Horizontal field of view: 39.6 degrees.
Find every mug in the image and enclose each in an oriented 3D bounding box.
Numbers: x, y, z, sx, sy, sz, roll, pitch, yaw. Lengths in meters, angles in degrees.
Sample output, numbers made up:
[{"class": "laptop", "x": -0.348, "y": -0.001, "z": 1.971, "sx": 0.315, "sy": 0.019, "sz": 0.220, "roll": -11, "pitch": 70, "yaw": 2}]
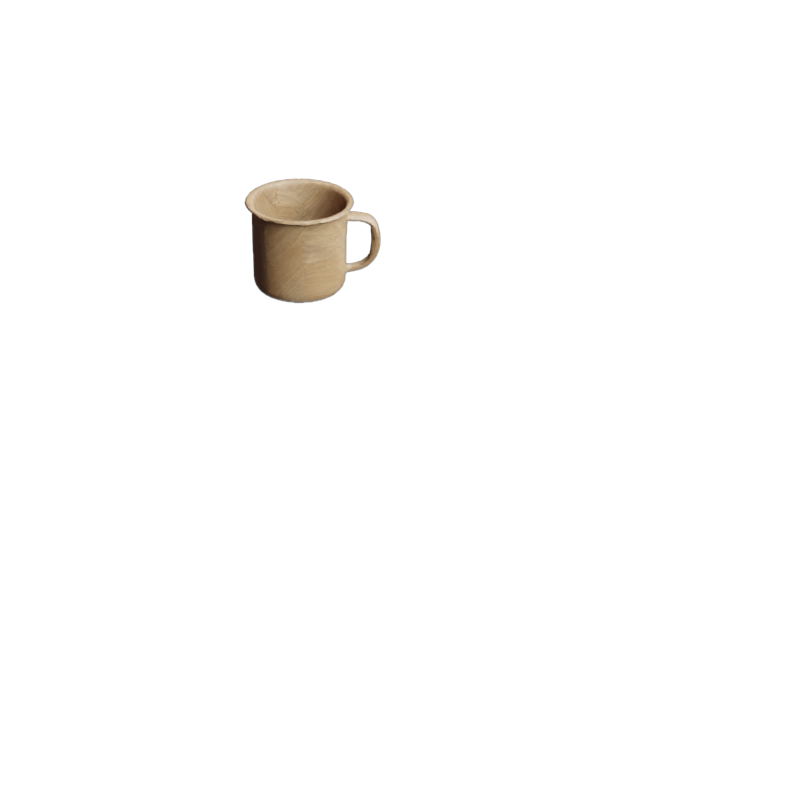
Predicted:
[{"class": "mug", "x": -0.075, "y": -0.138, "z": 0.964, "sx": 0.117, "sy": 0.077, "sz": 0.099, "roll": -1, "pitch": 31, "yaw": -3}]
